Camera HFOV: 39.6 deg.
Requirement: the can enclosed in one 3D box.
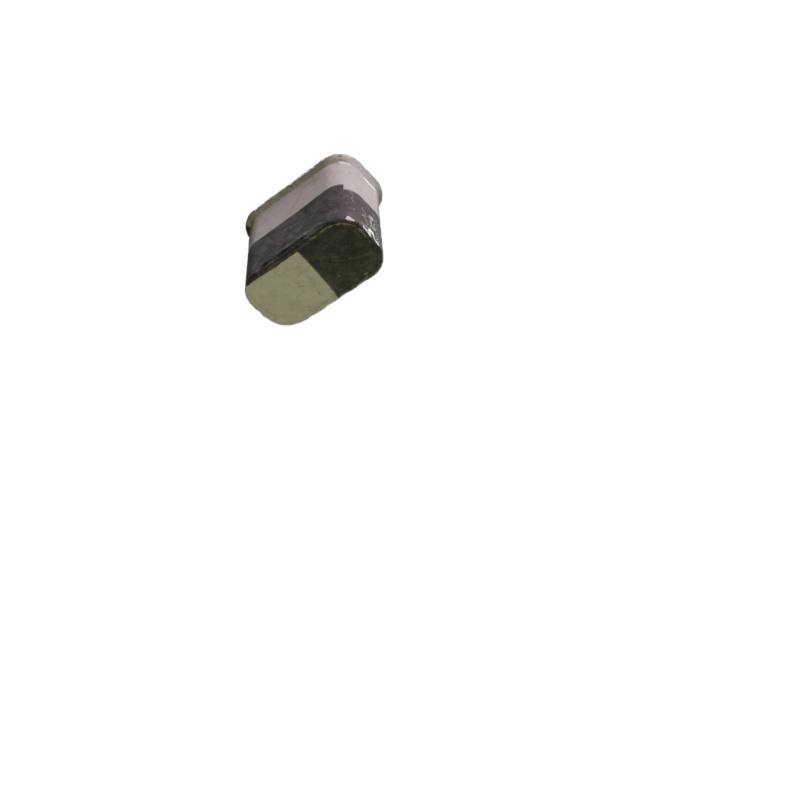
[{"bbox_3d":[-0.060,-0.109,0.766,0.101,0.090,0.054,-33,-57,21],"label":"can"}]
